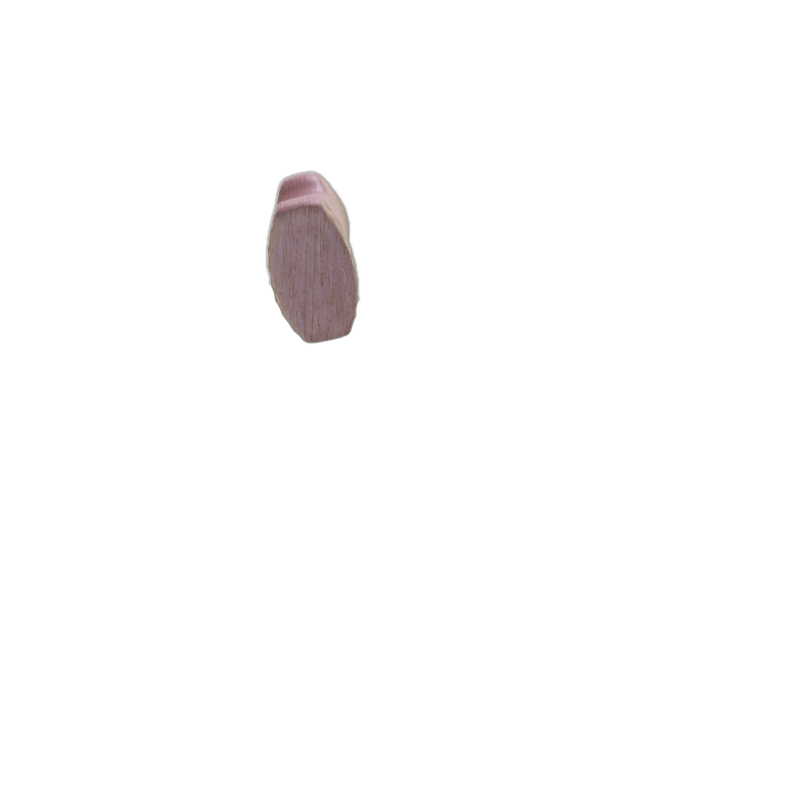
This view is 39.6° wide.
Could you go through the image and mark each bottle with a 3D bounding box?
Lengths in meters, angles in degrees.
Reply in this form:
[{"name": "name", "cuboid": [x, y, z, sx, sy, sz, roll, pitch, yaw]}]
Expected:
[{"name": "bottle", "cuboid": [-0.064, -0.116, 0.815, 0.058, 0.092, 0.200, -14, 21, 1]}]
